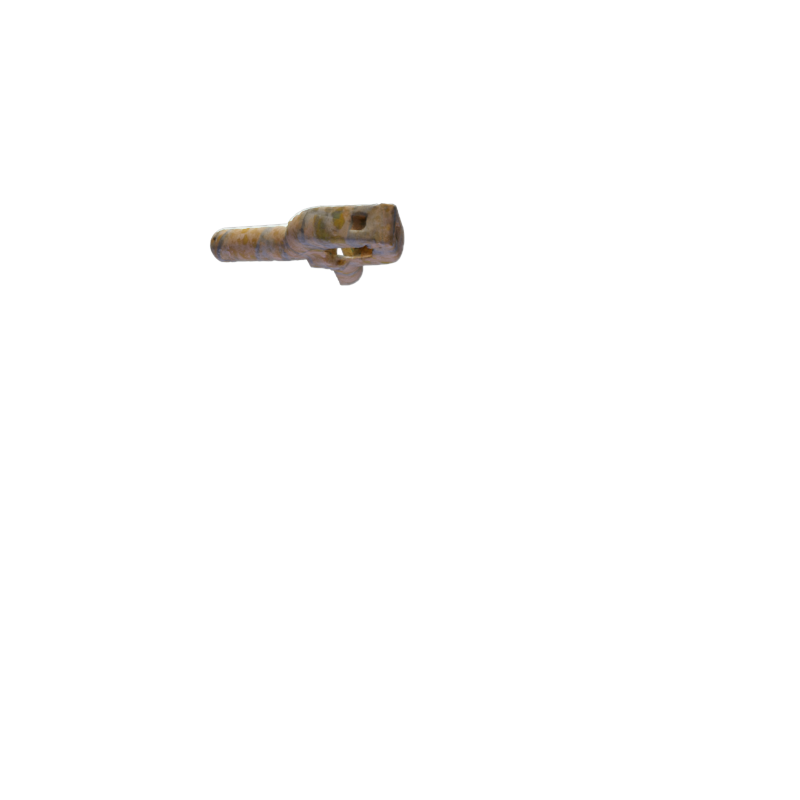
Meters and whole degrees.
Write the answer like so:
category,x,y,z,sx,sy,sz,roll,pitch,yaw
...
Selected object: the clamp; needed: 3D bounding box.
category,x,y,z,sx,sy,sz,roll,pitch,yaw
clamp,-0.060,-0.109,0.761,0.117,0.040,0.172,2,-6,-20
